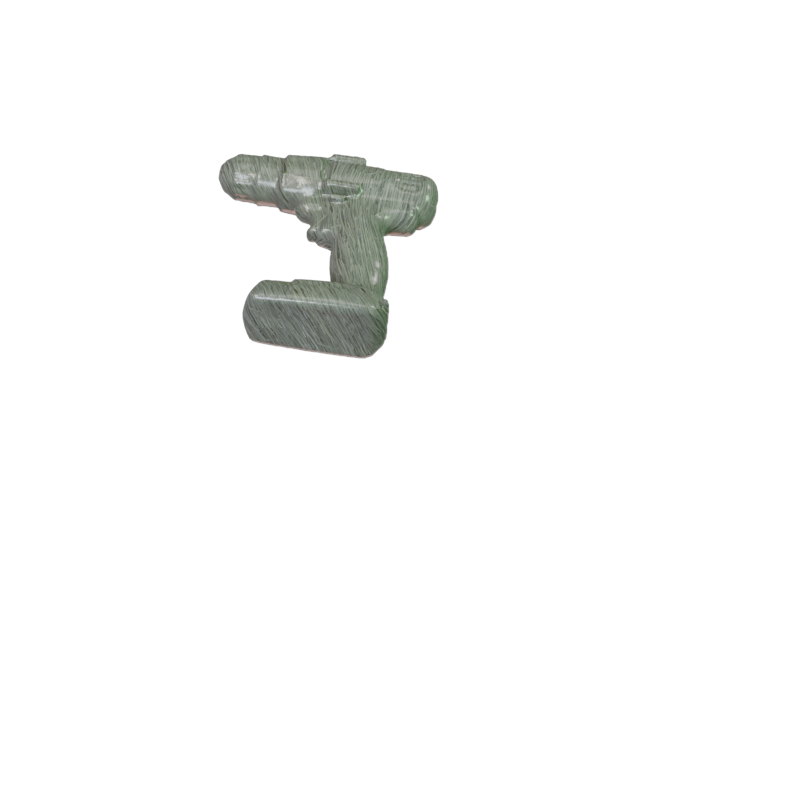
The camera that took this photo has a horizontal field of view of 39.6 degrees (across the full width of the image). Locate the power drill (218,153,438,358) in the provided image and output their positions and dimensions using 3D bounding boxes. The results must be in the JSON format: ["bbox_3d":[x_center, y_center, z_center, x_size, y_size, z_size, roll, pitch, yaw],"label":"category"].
[{"bbox_3d":[-0.068,-0.125,0.875,0.186,0.199,0.053,6,-42,5],"label":"power drill"}]
